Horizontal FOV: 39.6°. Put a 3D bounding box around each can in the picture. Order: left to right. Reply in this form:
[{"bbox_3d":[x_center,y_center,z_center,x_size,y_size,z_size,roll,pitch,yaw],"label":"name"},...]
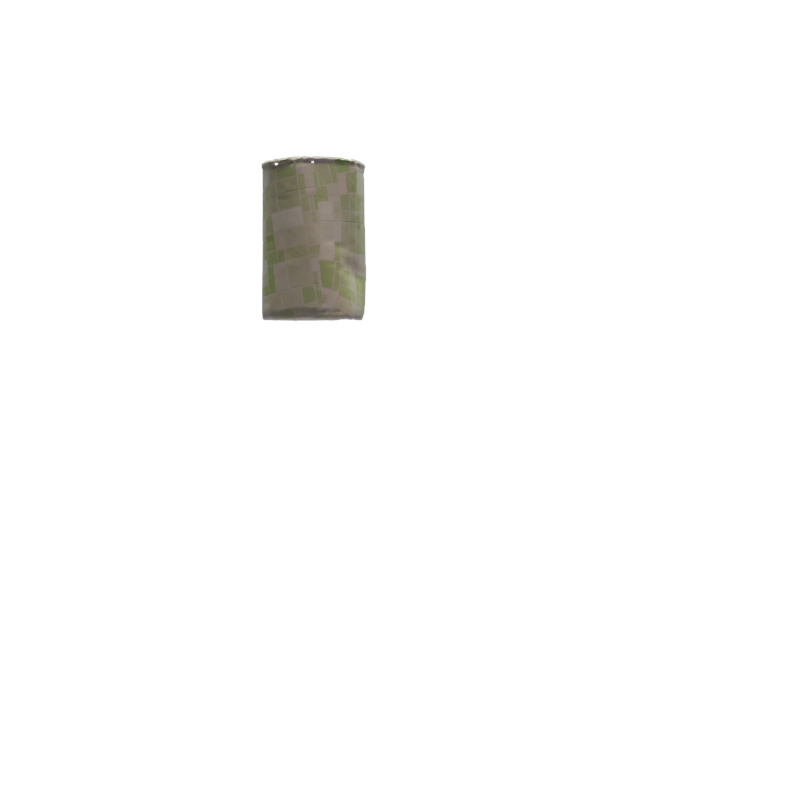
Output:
[{"bbox_3d":[-0.057,-0.103,0.723,0.068,0.103,0.068,0,-2,-2],"label":"can"}]
